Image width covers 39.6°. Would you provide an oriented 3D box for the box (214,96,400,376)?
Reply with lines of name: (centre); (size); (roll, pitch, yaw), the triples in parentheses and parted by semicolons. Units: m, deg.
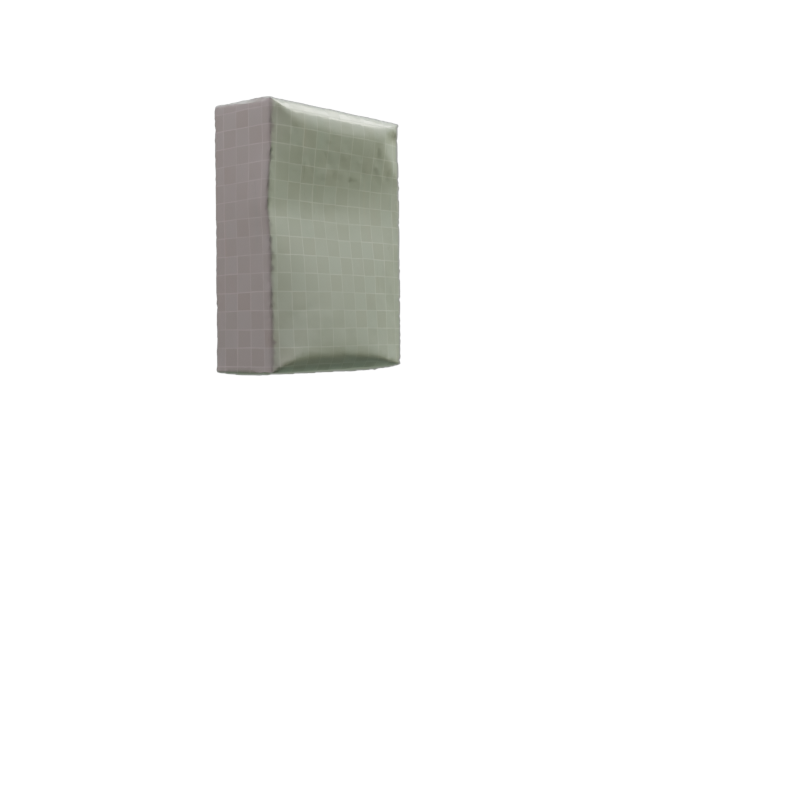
box: (-0.071, -0.130, 0.912); (0.074, 0.216, 0.157); (-3, -3, 40)
